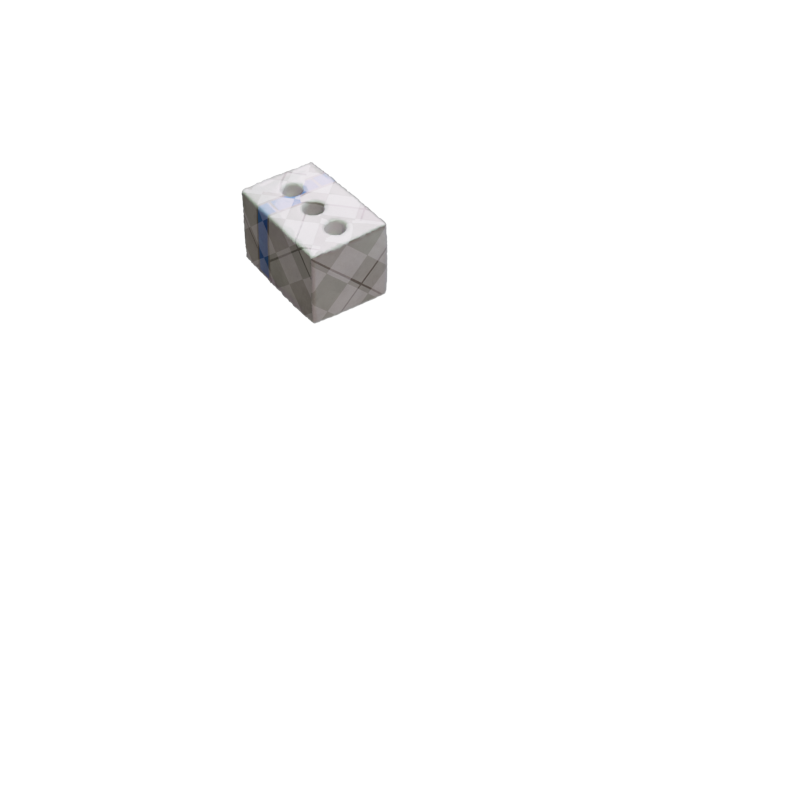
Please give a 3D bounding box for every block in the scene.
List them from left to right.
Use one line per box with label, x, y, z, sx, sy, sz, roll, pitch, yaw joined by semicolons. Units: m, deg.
block;-0.051;-0.093;0.649;0.052;0.048;0.084;-25;49;-27
